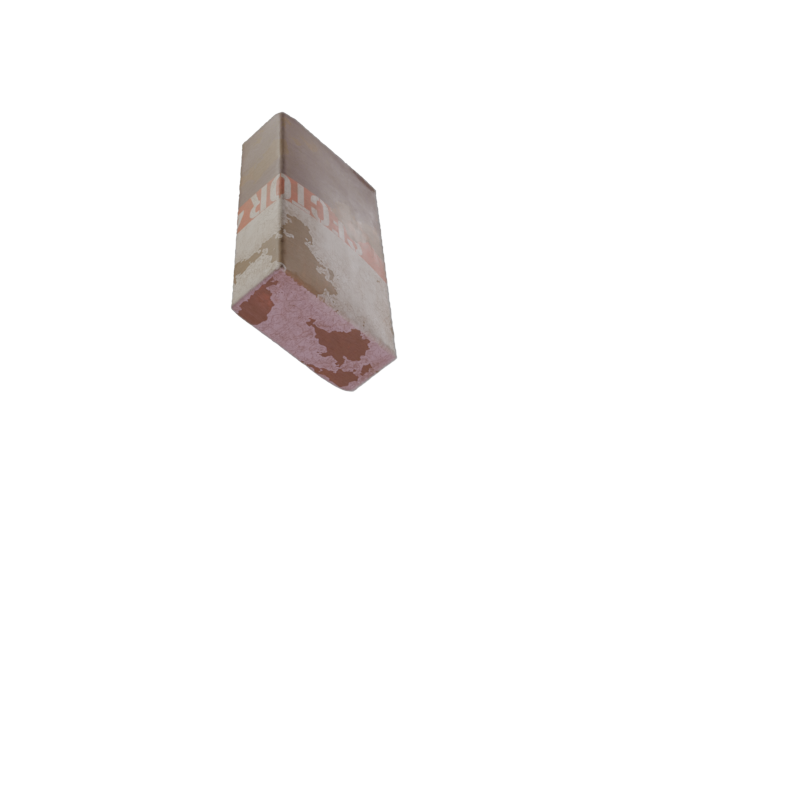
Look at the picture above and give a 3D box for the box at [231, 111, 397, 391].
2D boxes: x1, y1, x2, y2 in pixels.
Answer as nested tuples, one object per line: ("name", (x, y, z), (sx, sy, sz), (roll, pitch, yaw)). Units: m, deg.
("box", (-0.052, -0.095, 0.666), (0.047, 0.189, 0.088), (-37, -56, 26))
